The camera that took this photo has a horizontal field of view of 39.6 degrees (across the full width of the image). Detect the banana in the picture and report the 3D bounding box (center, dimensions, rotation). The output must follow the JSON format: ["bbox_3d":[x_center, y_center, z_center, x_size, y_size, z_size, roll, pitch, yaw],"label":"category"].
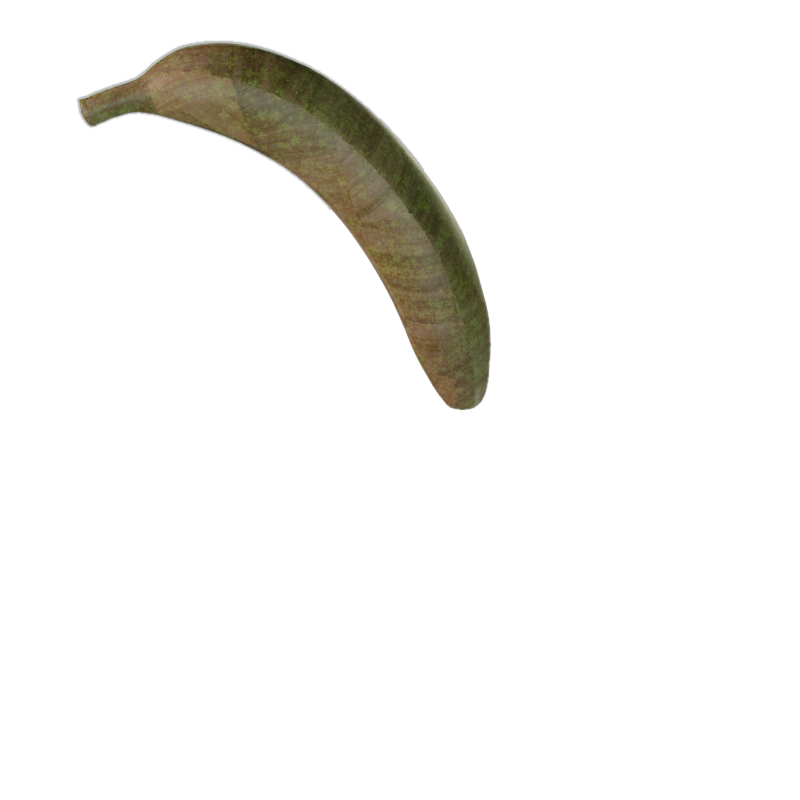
[{"bbox_3d":[-0.024,-0.077,0.427,0.191,0.069,0.038,38,16,-13],"label":"banana"}]
